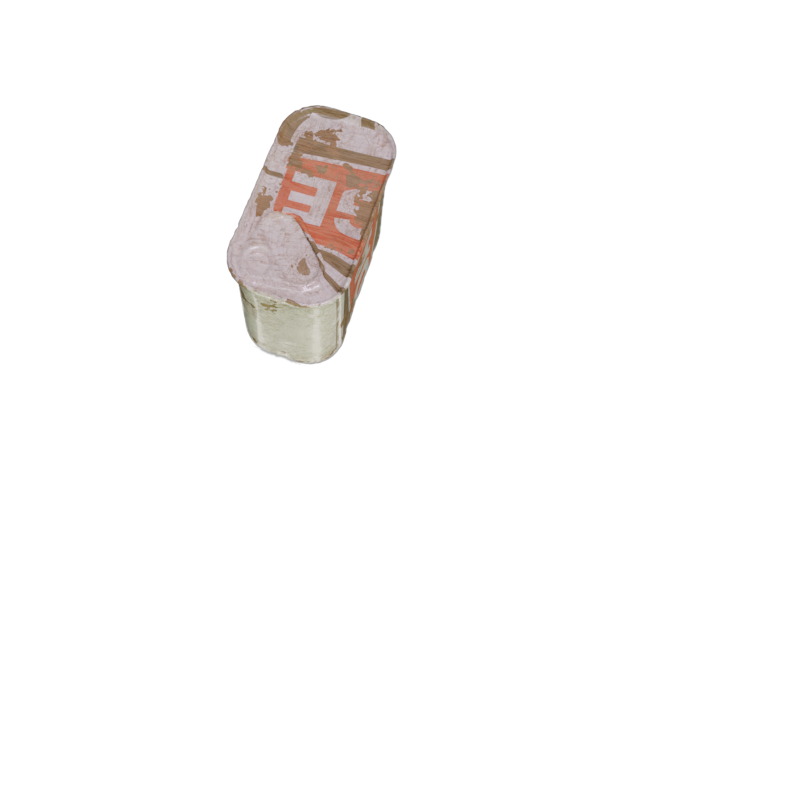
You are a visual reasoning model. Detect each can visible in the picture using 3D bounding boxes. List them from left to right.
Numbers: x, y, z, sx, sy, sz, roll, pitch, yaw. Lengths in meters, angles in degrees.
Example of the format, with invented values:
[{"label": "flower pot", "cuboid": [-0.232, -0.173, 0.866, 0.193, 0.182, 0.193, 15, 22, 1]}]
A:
[{"label": "can", "cuboid": [-0.042, -0.077, 0.541, 0.058, 0.106, 0.080, 17, -23, 4]}]
